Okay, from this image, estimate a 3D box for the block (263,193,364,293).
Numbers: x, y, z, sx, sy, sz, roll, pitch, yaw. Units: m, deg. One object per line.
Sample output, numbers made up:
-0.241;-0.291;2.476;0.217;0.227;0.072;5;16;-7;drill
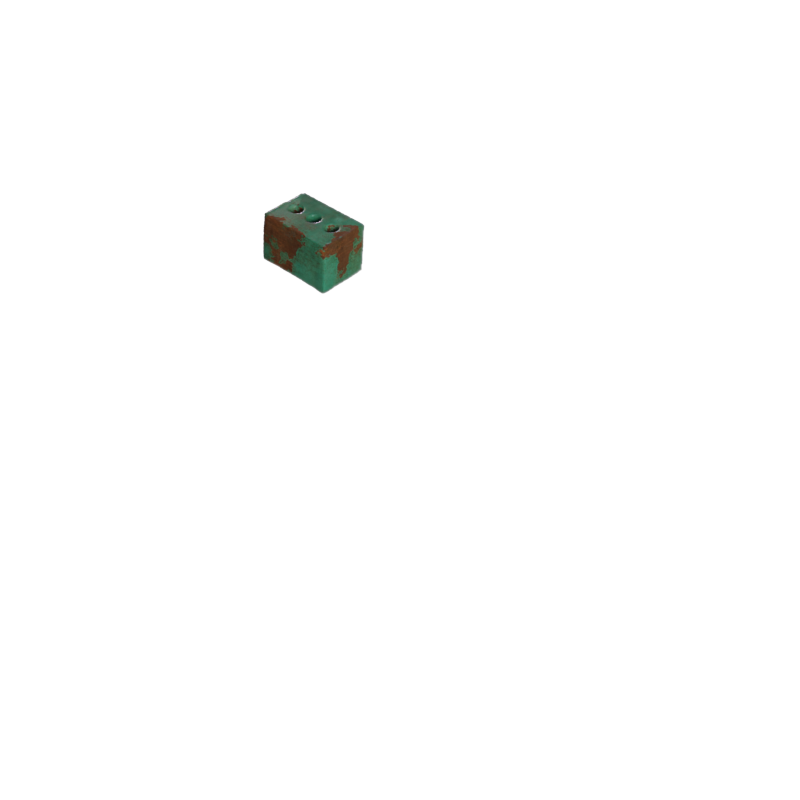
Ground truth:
-0.077;-0.141;0.988;0.083;0.048;0.053;31;47;32;block
